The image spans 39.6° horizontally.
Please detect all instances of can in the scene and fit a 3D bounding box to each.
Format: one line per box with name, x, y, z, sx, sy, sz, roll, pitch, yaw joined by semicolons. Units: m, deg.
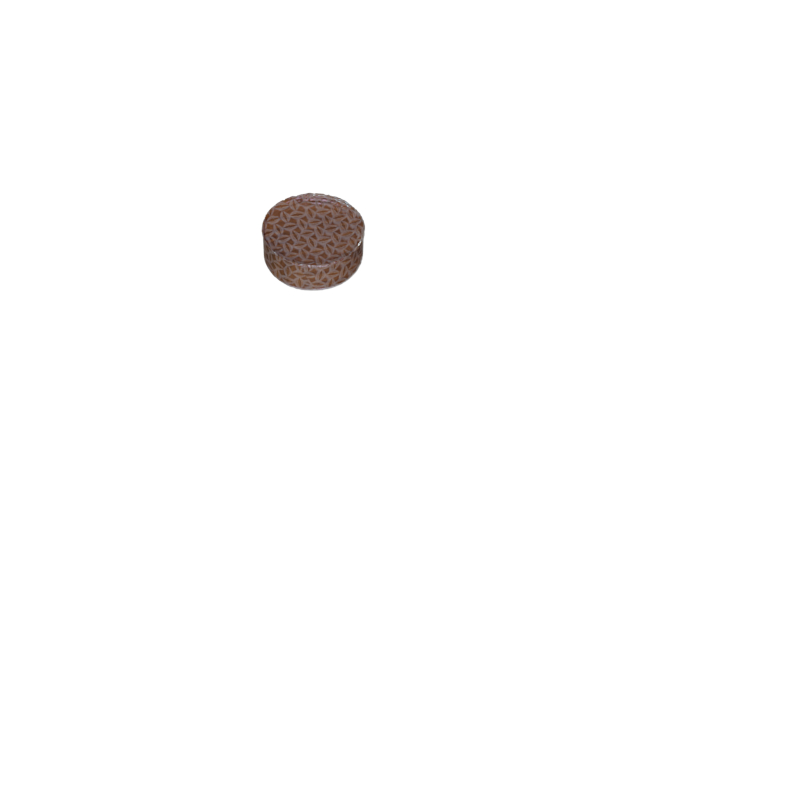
can;-0.073;-0.133;0.929;0.086;0.092;0.031;-1;-41;-1
